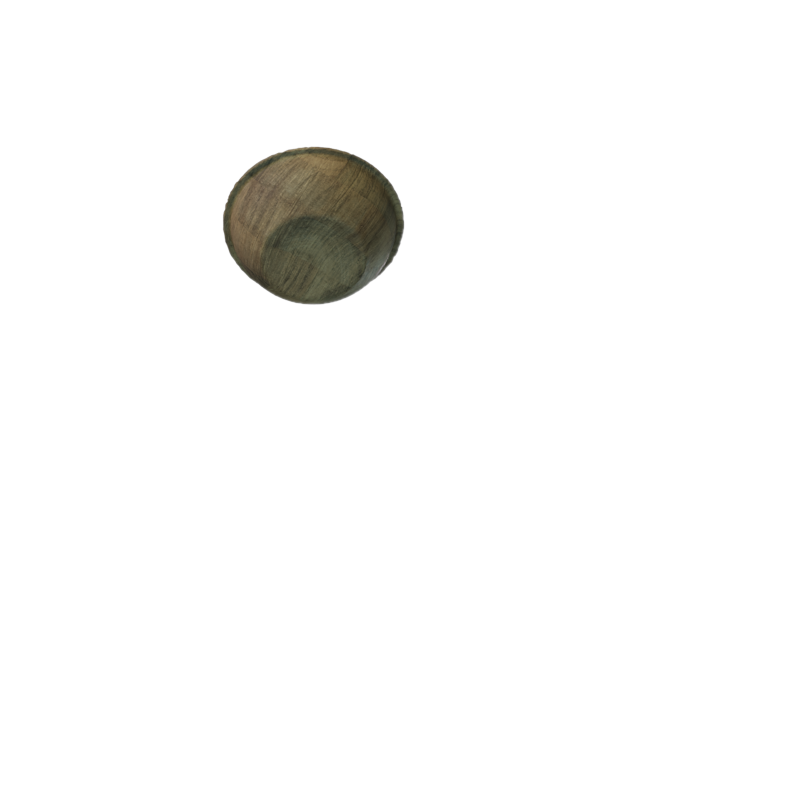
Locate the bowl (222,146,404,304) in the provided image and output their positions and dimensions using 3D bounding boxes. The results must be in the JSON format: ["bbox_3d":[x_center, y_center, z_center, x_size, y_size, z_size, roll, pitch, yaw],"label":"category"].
[{"bbox_3d":[-0.076,-0.138,0.967,0.162,0.152,0.059,1,36,-1],"label":"bowl"}]
